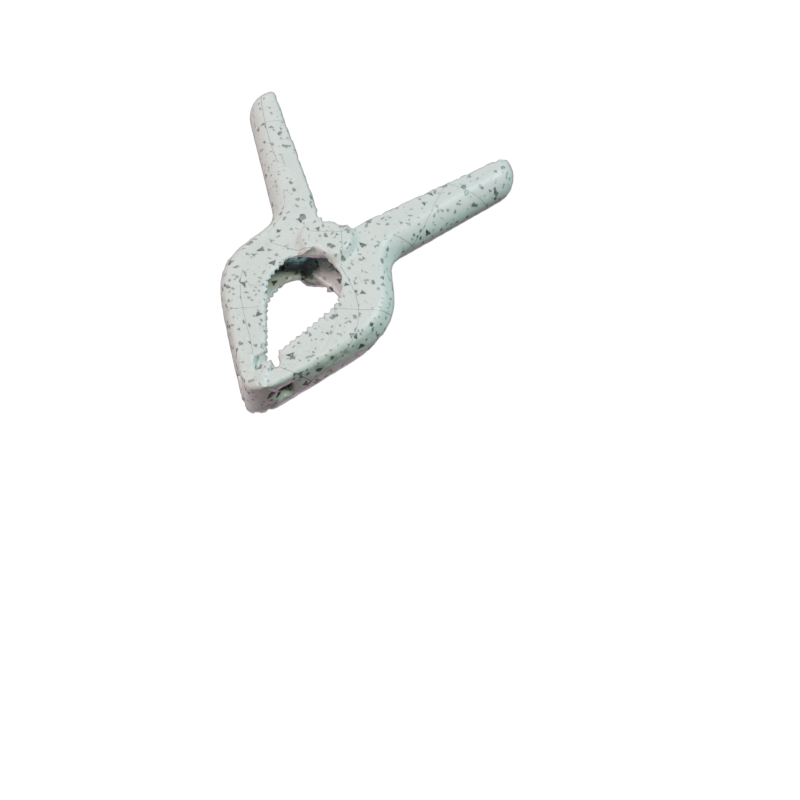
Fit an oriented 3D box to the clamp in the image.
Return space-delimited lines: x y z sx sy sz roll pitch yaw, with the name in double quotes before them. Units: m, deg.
"clamp" -0.049 -0.089 0.621 0.170 0.217 0.034 22 -33 15
